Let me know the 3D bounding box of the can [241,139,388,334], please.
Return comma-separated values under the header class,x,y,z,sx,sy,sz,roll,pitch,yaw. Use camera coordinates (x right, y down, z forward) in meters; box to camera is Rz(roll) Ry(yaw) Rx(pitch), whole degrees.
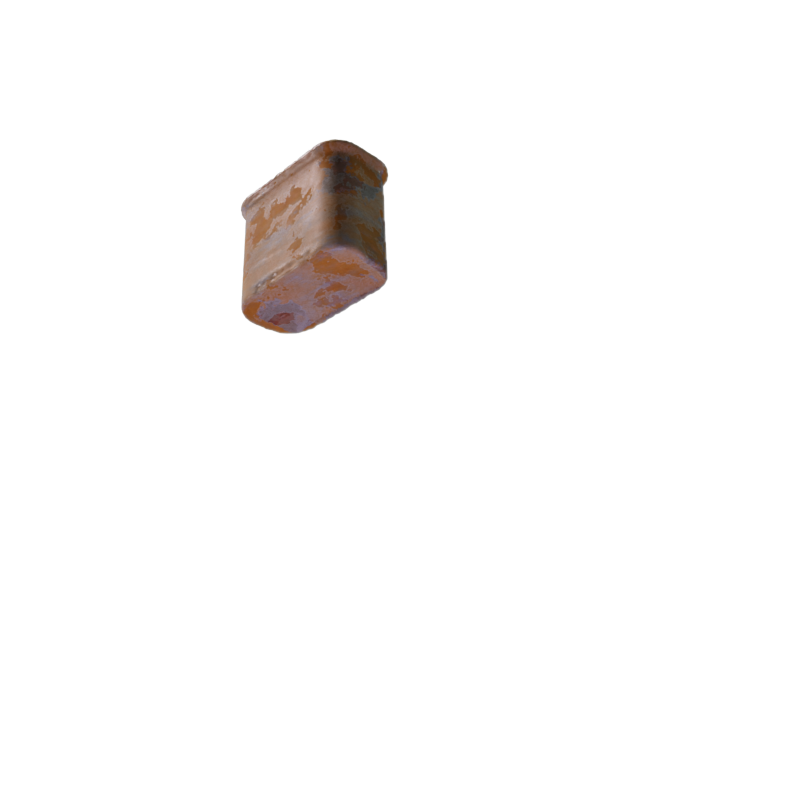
class,x,y,z,sx,sy,sz,roll,pitch,yaw
can,-0.054,-0.099,0.693,0.101,0.090,0.054,-29,-43,35
